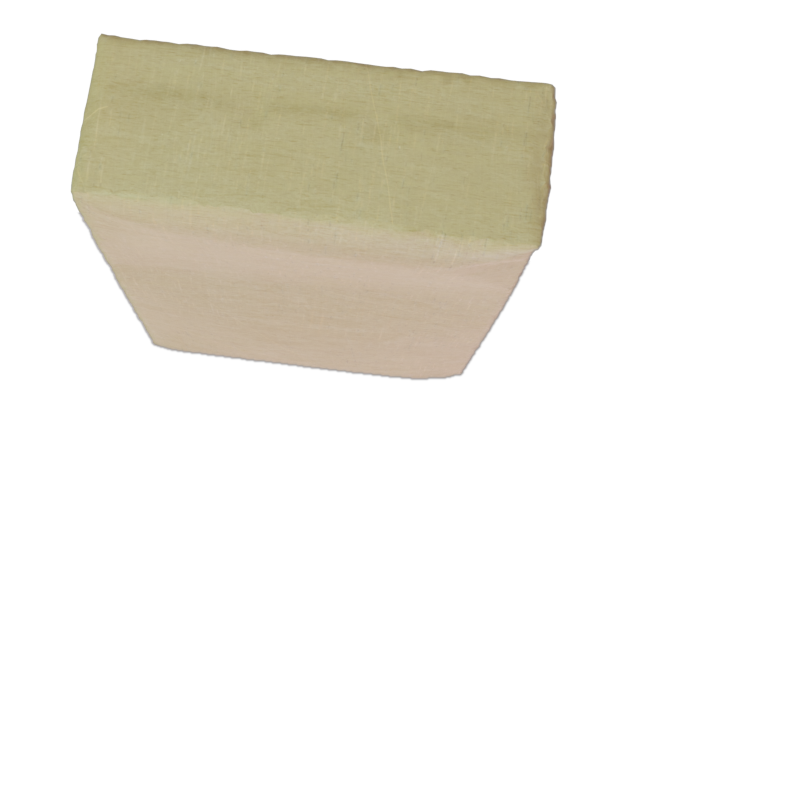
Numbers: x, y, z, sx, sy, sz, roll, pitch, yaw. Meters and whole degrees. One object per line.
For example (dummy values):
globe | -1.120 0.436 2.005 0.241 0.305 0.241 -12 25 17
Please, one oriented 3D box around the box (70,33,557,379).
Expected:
box | -0.037 -0.068 0.477 0.164 0.074 0.207 7 -12 -1
